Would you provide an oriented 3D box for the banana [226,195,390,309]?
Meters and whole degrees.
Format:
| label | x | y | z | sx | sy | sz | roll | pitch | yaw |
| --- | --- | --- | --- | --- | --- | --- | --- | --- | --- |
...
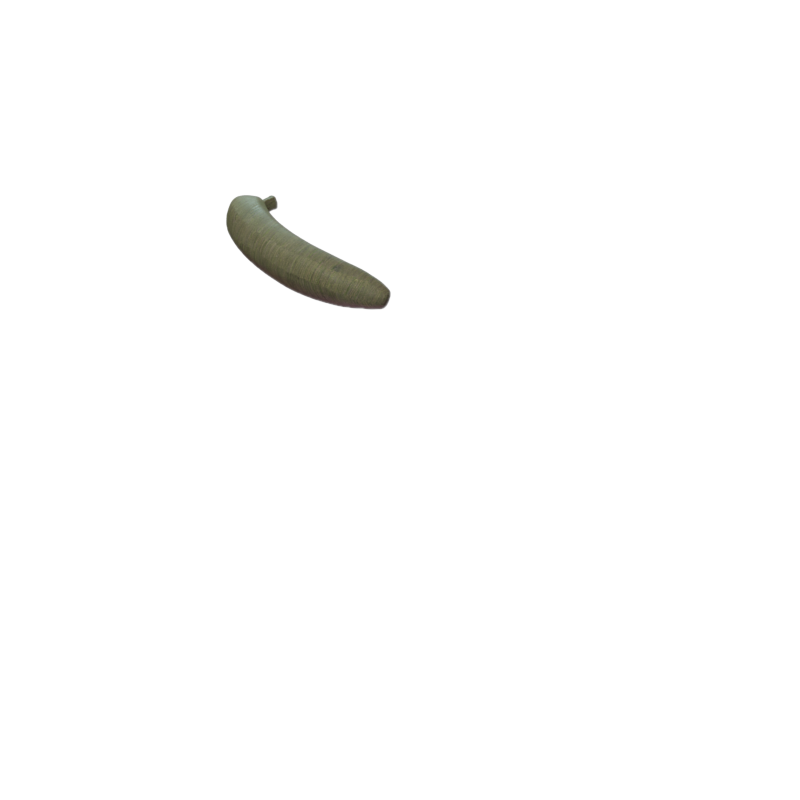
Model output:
| label | x | y | z | sx | sy | sz | roll | pitch | yaw |
| --- | --- | --- | --- | --- | --- | --- | --- | --- | --- |
| banana | -0.084 | -0.118 | 0.843 | 0.068 | 0.034 | 0.213 | -17 | 38 | -24 |
